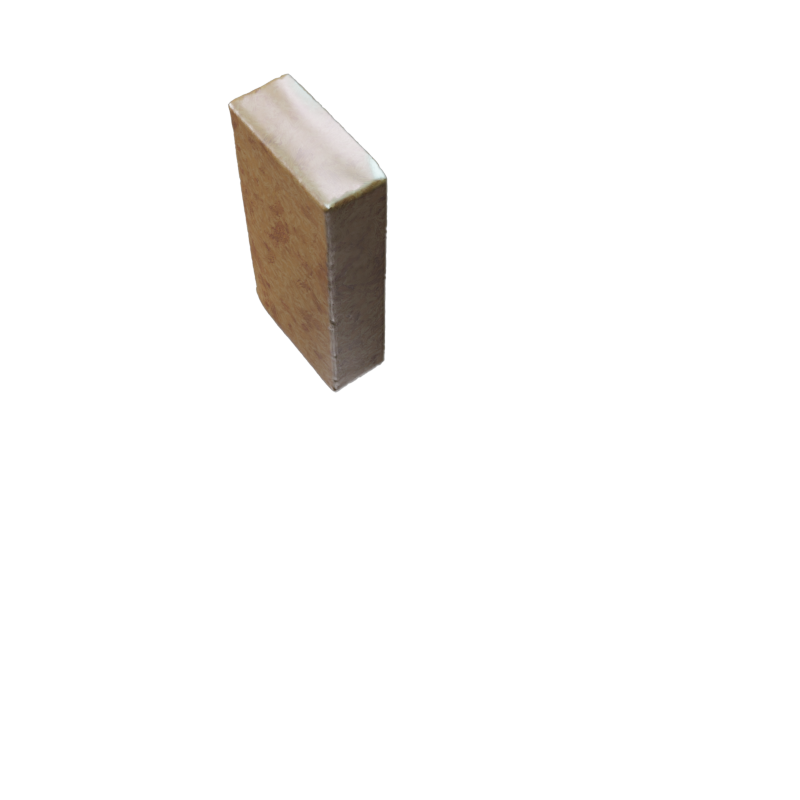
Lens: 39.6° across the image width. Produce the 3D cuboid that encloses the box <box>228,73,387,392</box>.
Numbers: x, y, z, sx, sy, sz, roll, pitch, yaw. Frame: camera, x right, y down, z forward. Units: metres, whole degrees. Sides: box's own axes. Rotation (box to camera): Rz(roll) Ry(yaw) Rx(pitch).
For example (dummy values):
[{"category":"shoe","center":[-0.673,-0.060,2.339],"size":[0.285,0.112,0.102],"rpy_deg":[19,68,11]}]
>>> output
[{"category":"box","center":[-0.049,-0.090,0.627],"size":[0.048,0.100,0.165],"rpy_deg":[-29,-27,-21]}]
